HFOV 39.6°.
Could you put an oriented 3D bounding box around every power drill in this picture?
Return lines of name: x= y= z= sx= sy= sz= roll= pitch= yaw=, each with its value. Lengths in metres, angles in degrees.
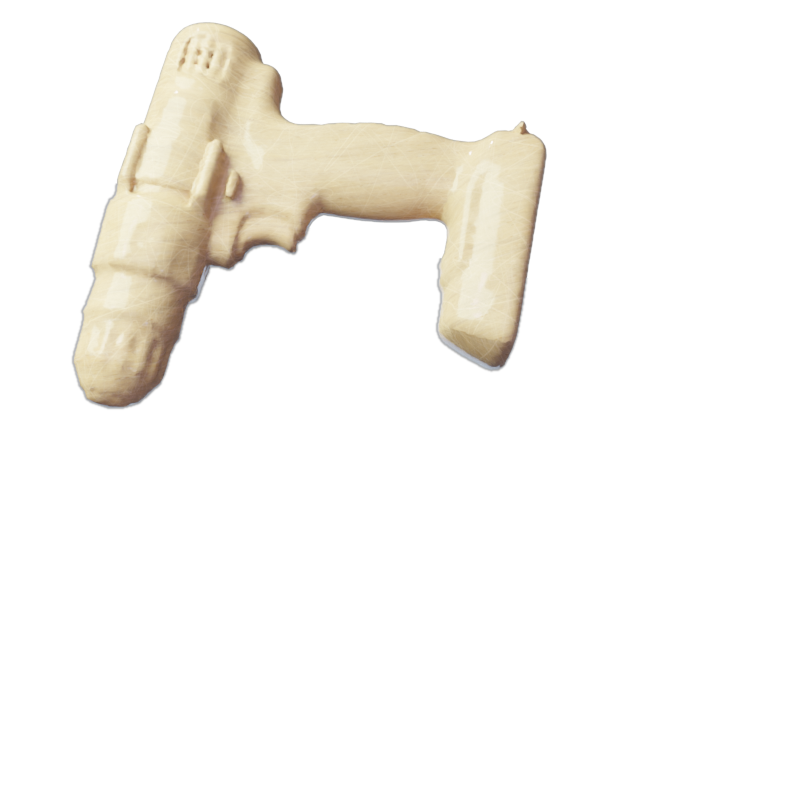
power drill: x=-0.038 y=-0.070 z=0.492 sx=0.189 sy=0.191 sz=0.055 roll=13 pitch=-17 yaw=3
